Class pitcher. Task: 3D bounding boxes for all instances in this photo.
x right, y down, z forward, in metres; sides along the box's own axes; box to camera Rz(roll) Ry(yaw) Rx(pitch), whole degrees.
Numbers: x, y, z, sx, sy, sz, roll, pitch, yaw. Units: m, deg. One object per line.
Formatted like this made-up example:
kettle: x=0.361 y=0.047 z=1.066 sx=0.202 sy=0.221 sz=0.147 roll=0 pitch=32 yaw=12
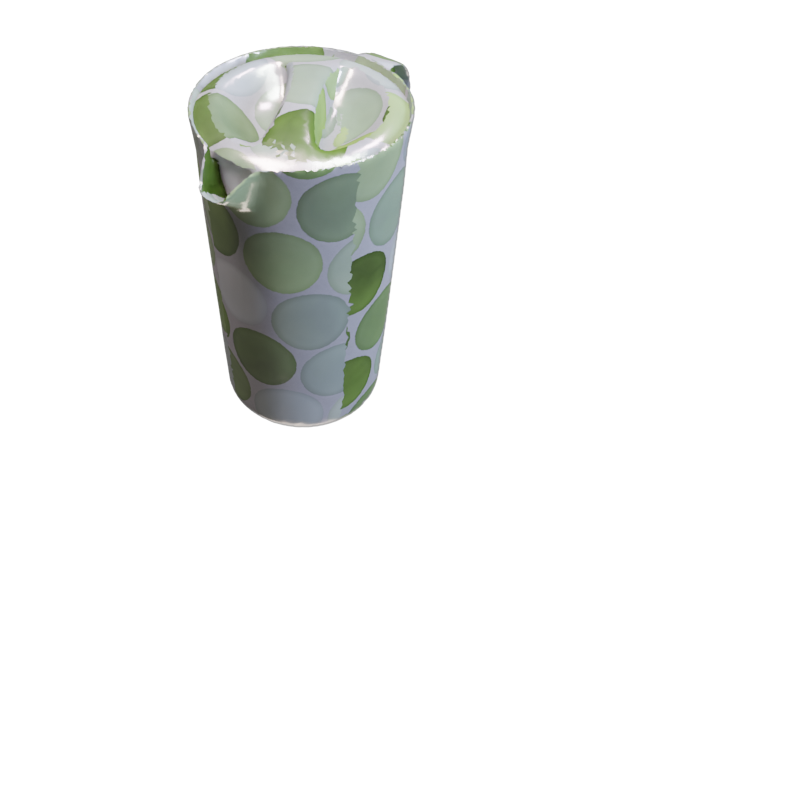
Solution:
pitcher: x=-0.057 y=-0.104 z=0.730 sx=0.148 sy=0.226 sz=0.157 roll=-6 pitch=46 yaw=-9
